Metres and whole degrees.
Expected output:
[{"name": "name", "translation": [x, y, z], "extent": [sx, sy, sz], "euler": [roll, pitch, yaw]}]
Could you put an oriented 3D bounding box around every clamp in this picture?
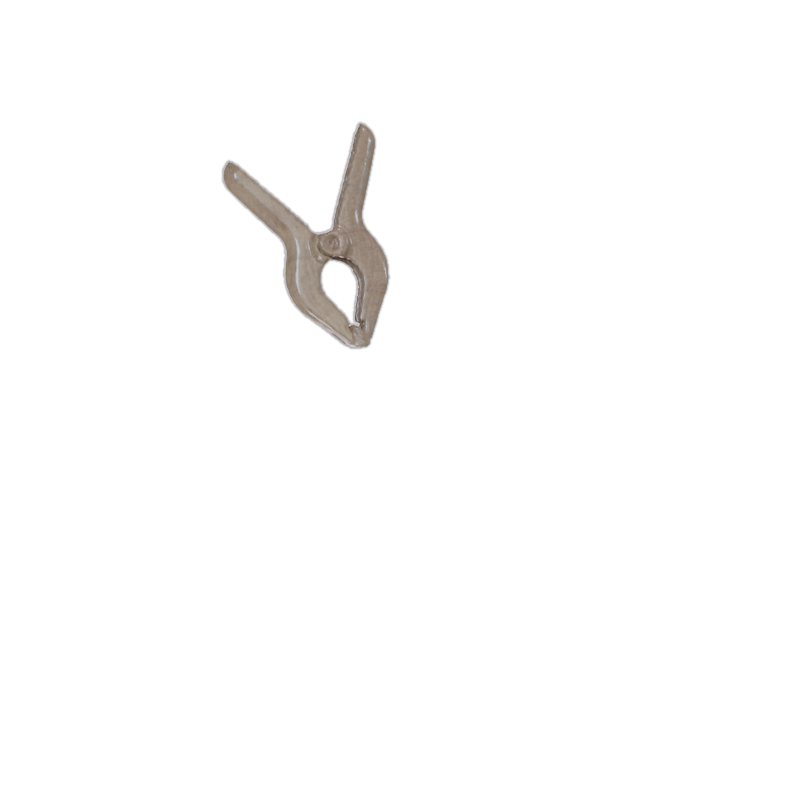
[{"name": "clamp", "translation": [-0.066, -0.120, 0.844], "extent": [0.120, 0.175, 0.038], "euler": [-10, -9, -2]}]
